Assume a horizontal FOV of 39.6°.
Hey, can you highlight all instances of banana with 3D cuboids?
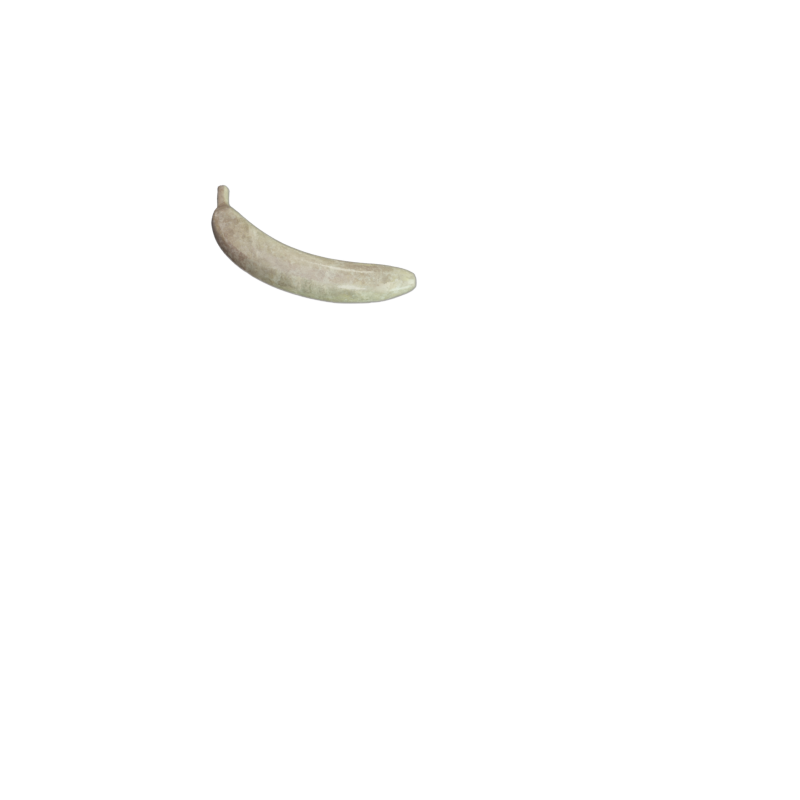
[{"bbox_3d":[-0.086,-0.122,0.941,0.203,0.071,0.035,27,-21,12],"label":"banana"}]
